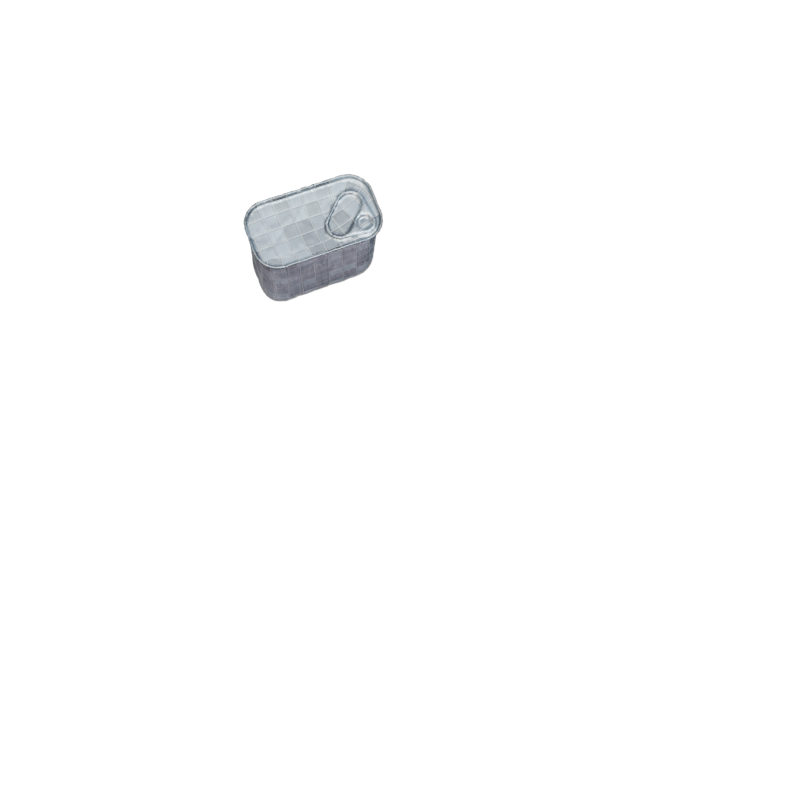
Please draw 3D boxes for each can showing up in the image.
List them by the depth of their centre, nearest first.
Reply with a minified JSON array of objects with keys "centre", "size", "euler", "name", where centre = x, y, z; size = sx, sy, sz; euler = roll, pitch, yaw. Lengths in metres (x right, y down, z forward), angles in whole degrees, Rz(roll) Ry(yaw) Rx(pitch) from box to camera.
[{"centre":[-0.068,-0.124,0.868],"size":[0.101,0.060,0.080],"euler":[-20,-16,-8],"name":"can"}]
